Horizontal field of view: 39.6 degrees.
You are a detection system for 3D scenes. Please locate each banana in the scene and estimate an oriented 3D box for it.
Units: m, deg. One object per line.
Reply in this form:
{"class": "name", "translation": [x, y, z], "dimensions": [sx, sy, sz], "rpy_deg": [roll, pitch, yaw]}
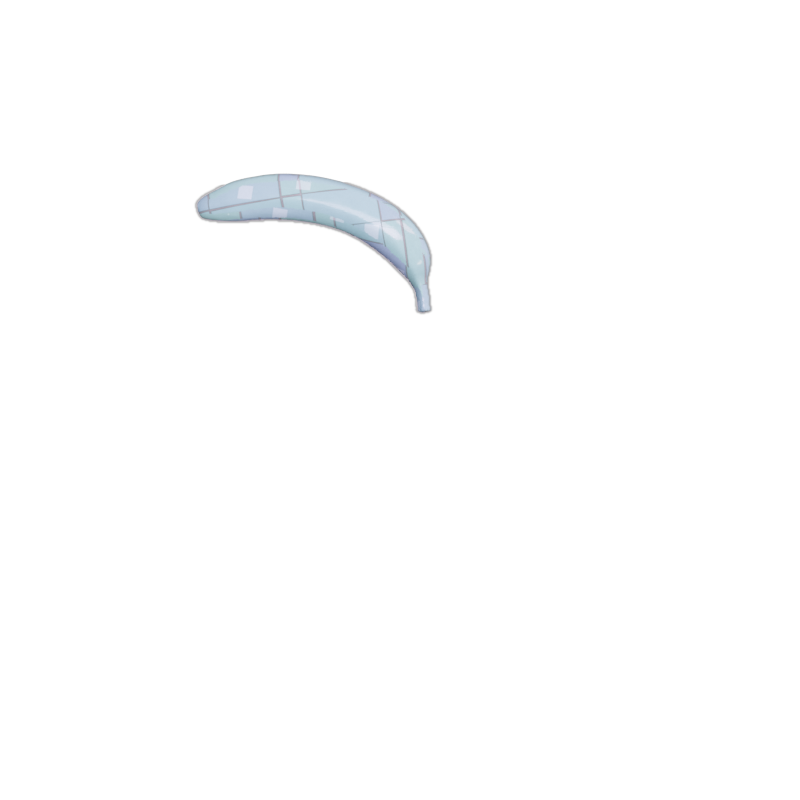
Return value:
{"class": "banana", "translation": [-0.055, -0.136, 0.848], "dimensions": [0.200, 0.071, 0.035], "rpy_deg": [23, -12, 6]}
